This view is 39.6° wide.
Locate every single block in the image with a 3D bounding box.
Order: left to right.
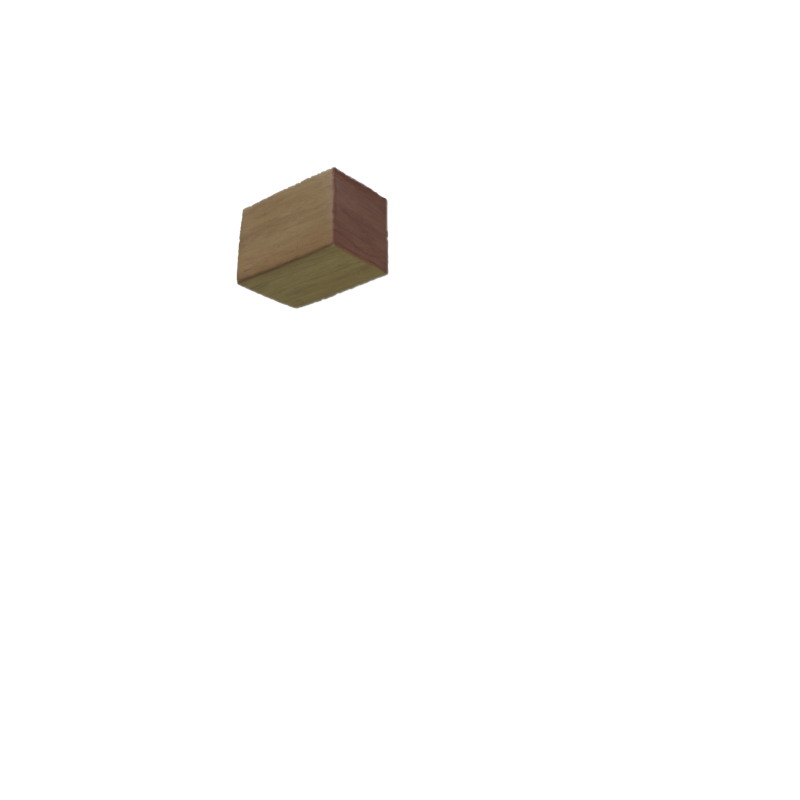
[{"bbox_3d":[-0.052,-0.095,0.664,0.079,0.054,0.049,-18,-29,35],"label":"block"}]
